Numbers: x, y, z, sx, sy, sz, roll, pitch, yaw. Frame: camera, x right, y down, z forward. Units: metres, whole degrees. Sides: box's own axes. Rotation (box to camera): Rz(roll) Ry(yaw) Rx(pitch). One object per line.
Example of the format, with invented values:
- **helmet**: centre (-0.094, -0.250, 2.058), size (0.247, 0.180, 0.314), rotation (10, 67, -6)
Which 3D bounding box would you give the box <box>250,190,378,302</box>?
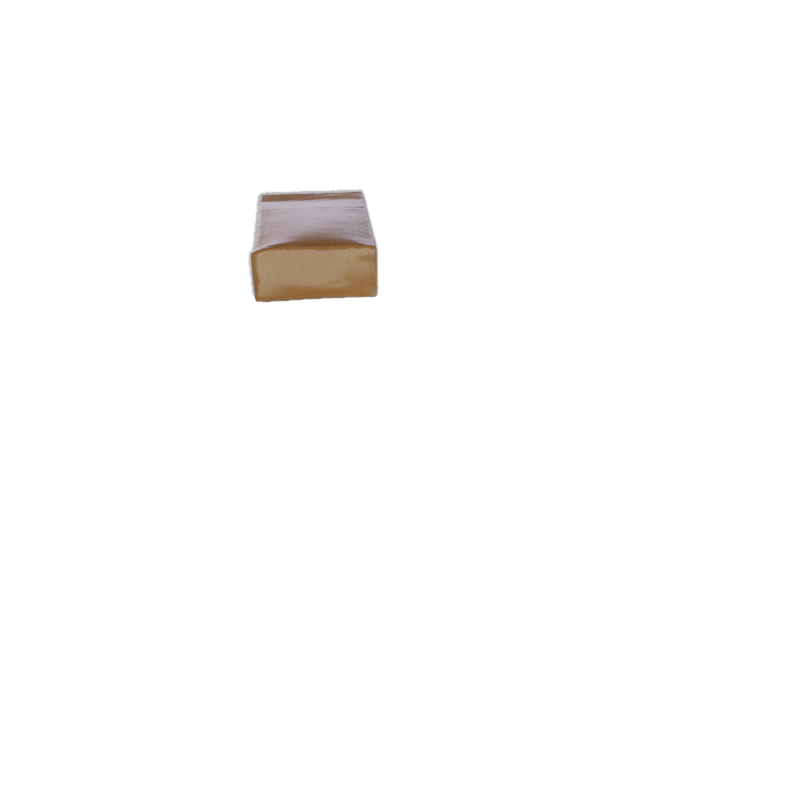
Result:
- **box**: centre (-0.069, -0.126, 0.888), size (0.093, 0.046, 0.184), rotation (-3, 21, -3)
